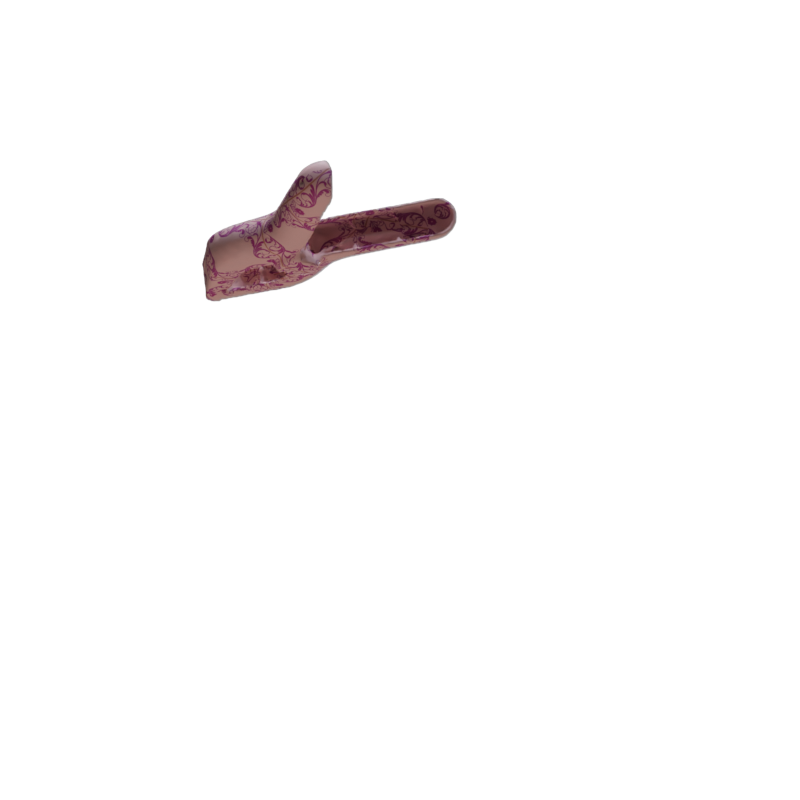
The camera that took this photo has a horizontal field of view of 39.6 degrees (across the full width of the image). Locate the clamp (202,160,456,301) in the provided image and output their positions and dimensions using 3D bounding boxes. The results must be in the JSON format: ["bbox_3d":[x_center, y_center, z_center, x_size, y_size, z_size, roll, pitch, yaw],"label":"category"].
[{"bbox_3d":[-0.053,-0.097,0.680,0.114,0.041,0.173,12,-19,-37],"label":"clamp"}]
